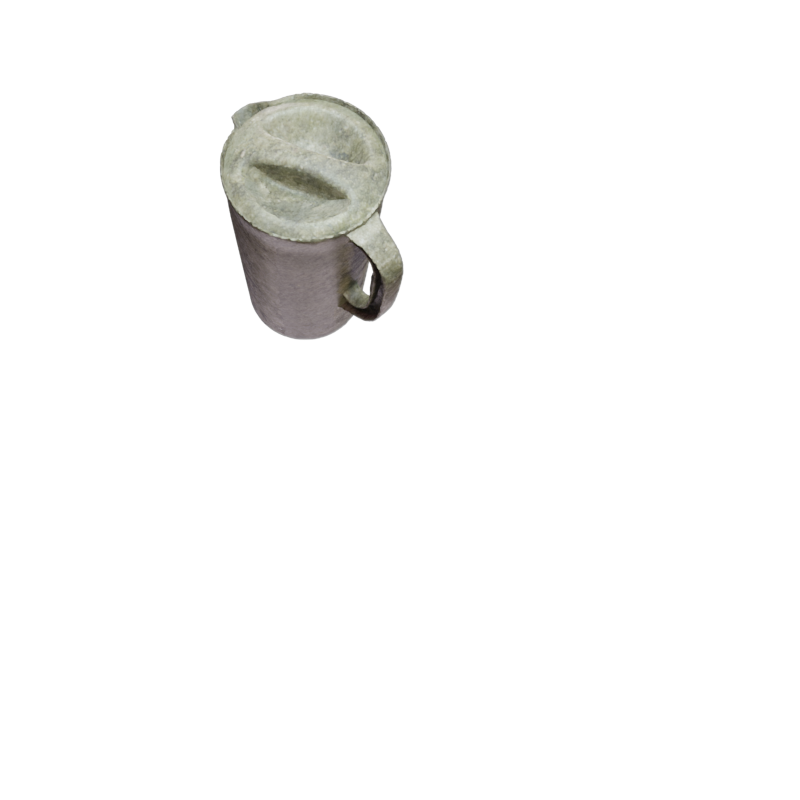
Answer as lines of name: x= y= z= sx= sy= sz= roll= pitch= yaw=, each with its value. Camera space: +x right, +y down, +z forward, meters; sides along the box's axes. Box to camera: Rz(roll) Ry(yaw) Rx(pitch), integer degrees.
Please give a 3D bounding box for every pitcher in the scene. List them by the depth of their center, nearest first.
pitcher: x=-0.075 y=-0.136 z=0.952 sx=0.145 sy=0.157 sz=0.231 roll=3 pitch=-22 yaw=-2
